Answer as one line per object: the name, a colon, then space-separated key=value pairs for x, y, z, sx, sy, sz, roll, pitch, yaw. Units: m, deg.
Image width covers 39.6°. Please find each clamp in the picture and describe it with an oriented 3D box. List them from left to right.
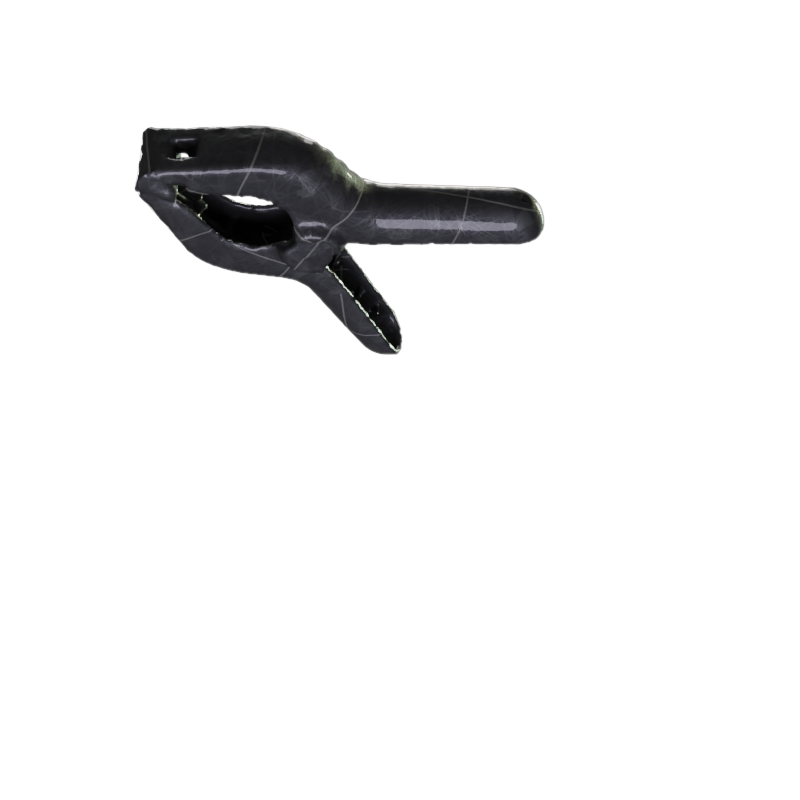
clamp: x=-0.038 y=-0.069 z=0.486 sx=0.166 sy=0.042 sz=0.115 roll=16 pitch=-44 yaw=-17
